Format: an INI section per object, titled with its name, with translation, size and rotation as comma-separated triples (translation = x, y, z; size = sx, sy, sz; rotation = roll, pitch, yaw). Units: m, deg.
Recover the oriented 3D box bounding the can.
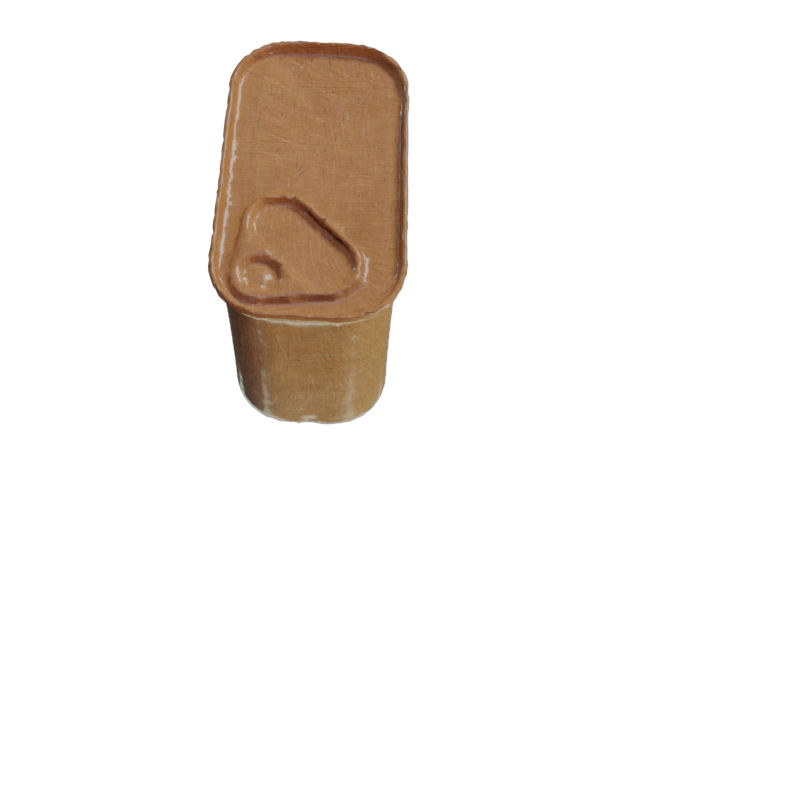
[can]
translation = -0.029, -0.052, 0.368
size = 0.057, 0.108, 0.079
rotation = 2, -29, -2
